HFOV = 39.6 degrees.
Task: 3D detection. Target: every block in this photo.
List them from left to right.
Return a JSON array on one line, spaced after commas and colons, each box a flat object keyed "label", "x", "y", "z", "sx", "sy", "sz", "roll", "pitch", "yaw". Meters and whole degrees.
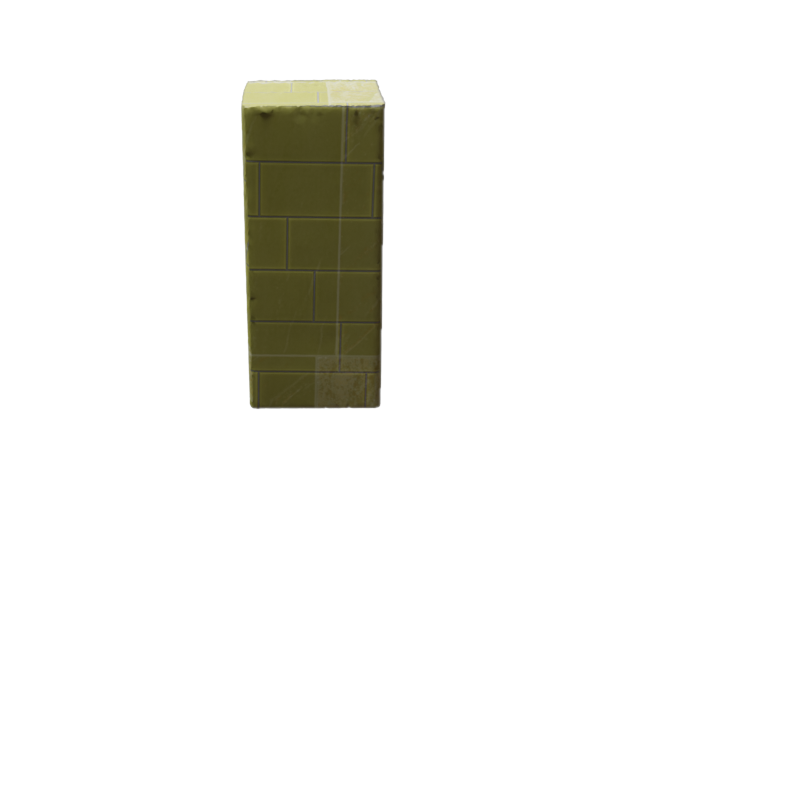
[{"label": "block", "x": -0.059, "y": -0.107, "z": 0.749, "sx": 0.090, "sy": 0.197, "sz": 0.095, "roll": 0, "pitch": 20, "yaw": -3}]
